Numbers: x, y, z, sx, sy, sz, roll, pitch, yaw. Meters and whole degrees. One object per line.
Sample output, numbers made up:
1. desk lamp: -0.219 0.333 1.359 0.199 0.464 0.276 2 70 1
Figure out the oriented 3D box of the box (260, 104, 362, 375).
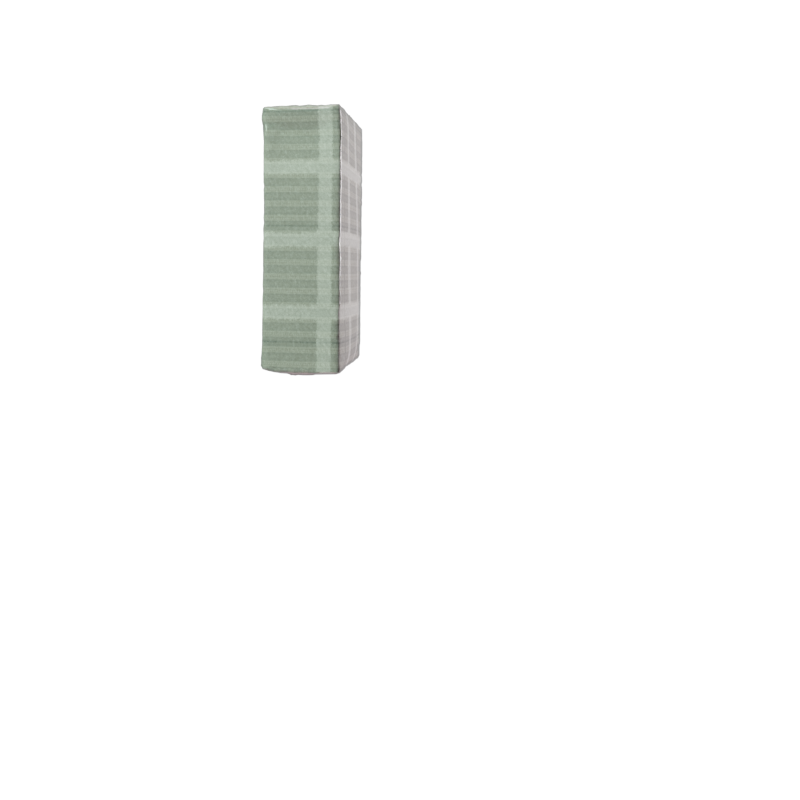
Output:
1. box: -0.074 -0.135 0.945 0.072 0.214 0.163 0 2 5
